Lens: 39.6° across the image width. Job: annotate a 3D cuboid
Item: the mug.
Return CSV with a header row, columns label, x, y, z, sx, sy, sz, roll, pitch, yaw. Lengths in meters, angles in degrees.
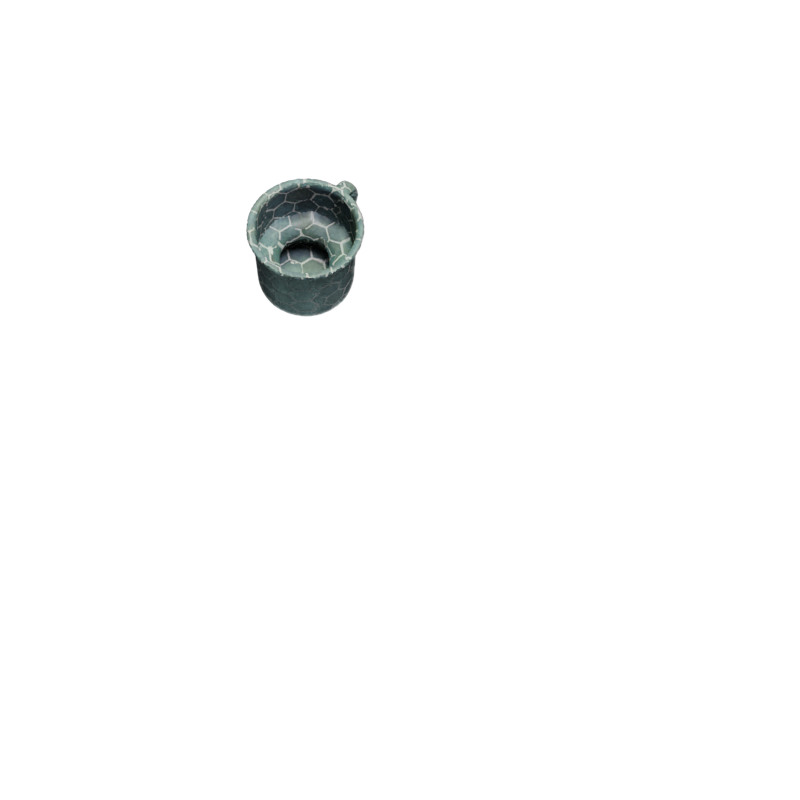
label,x,y,z,sx,sy,sz,roll,pitch,yaw
mug,-0.071,-0.130,0.911,0.096,0.120,0.077,27,-25,12
